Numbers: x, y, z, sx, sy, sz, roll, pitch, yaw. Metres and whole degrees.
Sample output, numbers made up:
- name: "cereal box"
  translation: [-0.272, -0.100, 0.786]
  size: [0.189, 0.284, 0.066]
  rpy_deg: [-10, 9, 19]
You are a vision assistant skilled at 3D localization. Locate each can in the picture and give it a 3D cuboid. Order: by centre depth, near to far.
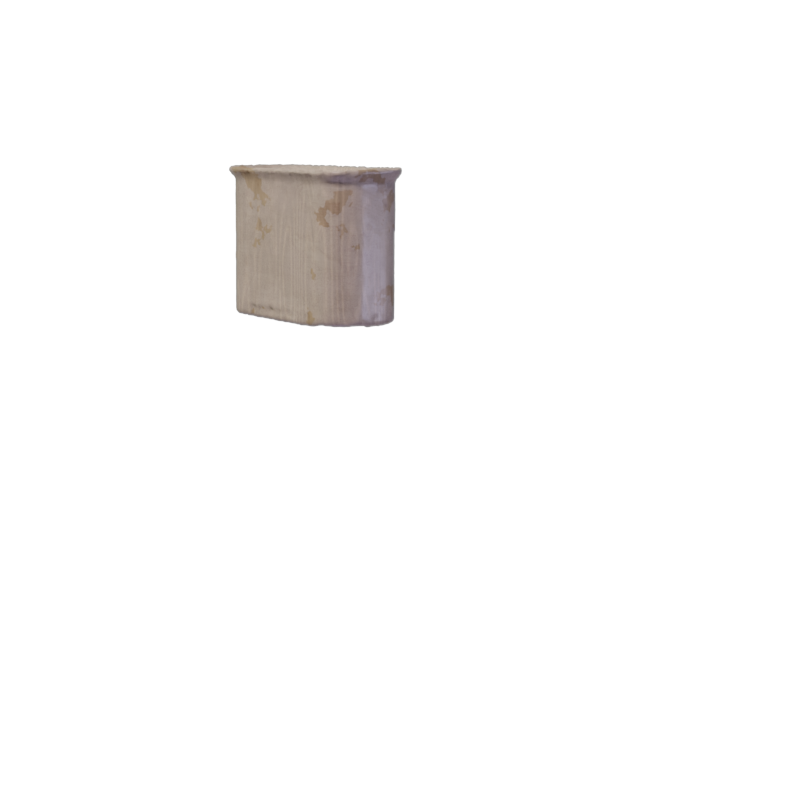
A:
- name: "can"
  translation: [-0.048, -0.088, 0.615]
  size: [0.056, 0.082, 0.107]
  rpy_deg: [-8, 14, -44]
